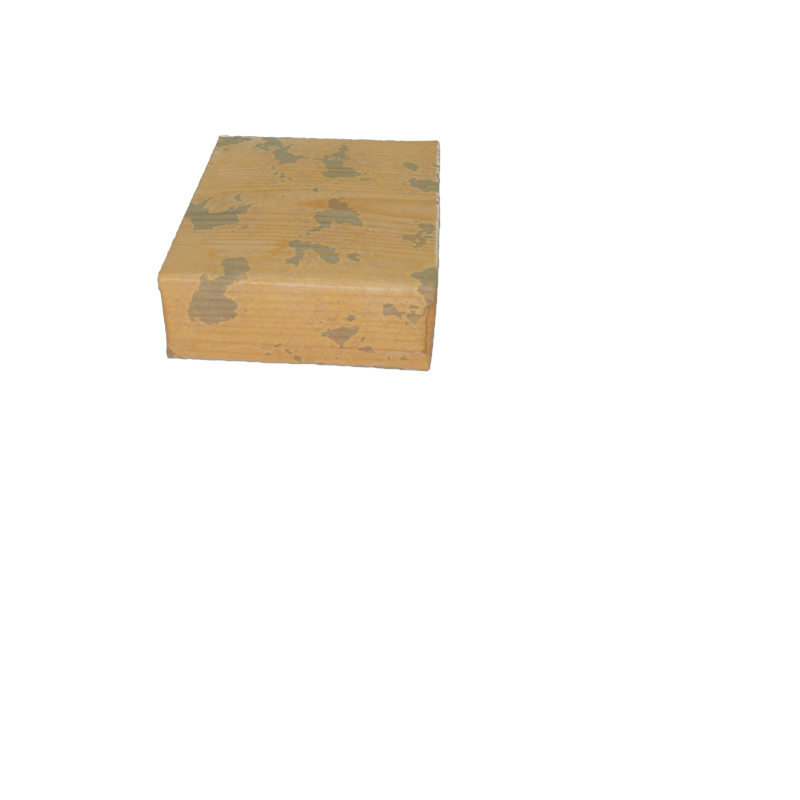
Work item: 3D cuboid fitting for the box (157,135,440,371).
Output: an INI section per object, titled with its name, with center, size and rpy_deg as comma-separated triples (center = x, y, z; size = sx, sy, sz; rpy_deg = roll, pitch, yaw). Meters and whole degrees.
[box]
center = -0.031, -0.057, 0.402
size = 0.090, 0.036, 0.120
rpy_deg = 2, 34, 3
